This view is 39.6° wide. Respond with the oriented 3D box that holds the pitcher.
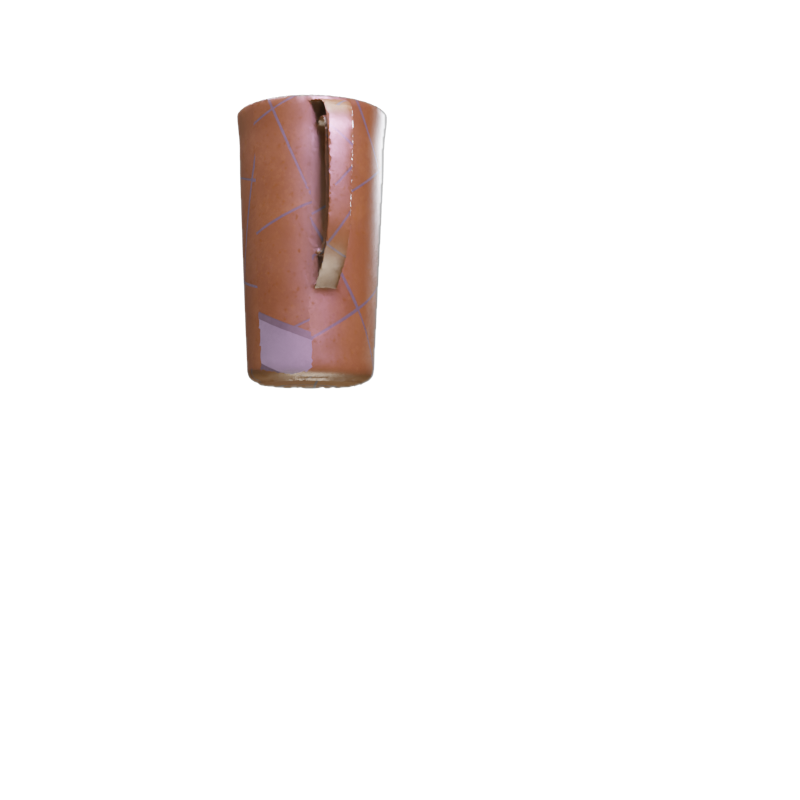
[{"bbox_3d":[-0.075,-0.136,0.953,0.149,0.249,0.142,-6,-11,28],"label":"pitcher"}]
